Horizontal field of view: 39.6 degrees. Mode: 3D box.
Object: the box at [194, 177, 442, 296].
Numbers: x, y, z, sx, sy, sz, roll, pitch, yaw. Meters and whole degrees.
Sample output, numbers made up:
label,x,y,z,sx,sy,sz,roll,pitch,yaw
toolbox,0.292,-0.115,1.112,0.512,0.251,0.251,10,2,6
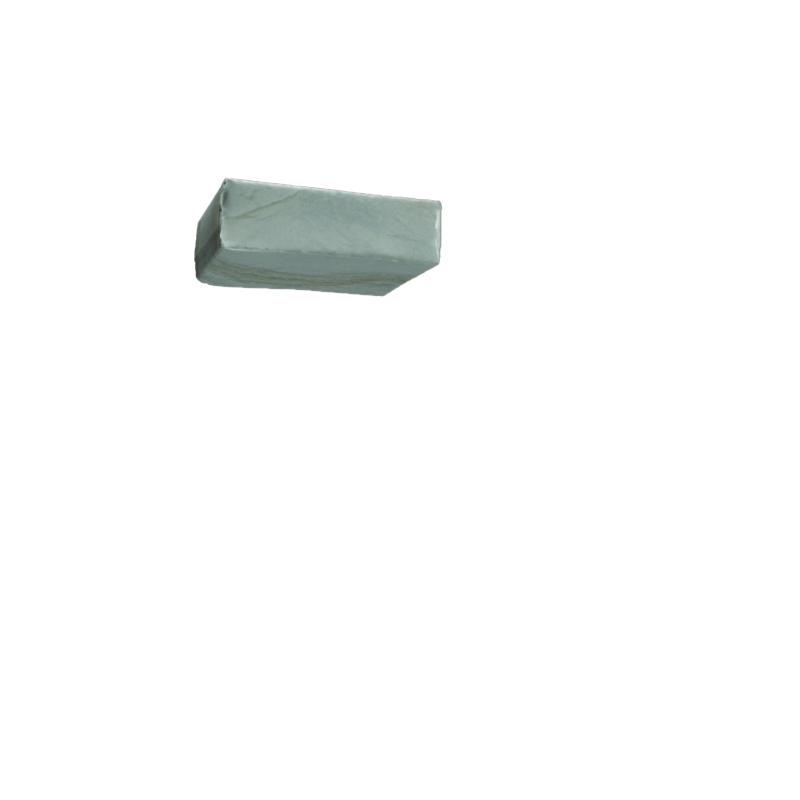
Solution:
label,x,y,z,sx,sy,sz,roll,pitch,yaw
box,-0.045,-0.082,0.576,0.111,0.040,0.089,2,-8,-16
